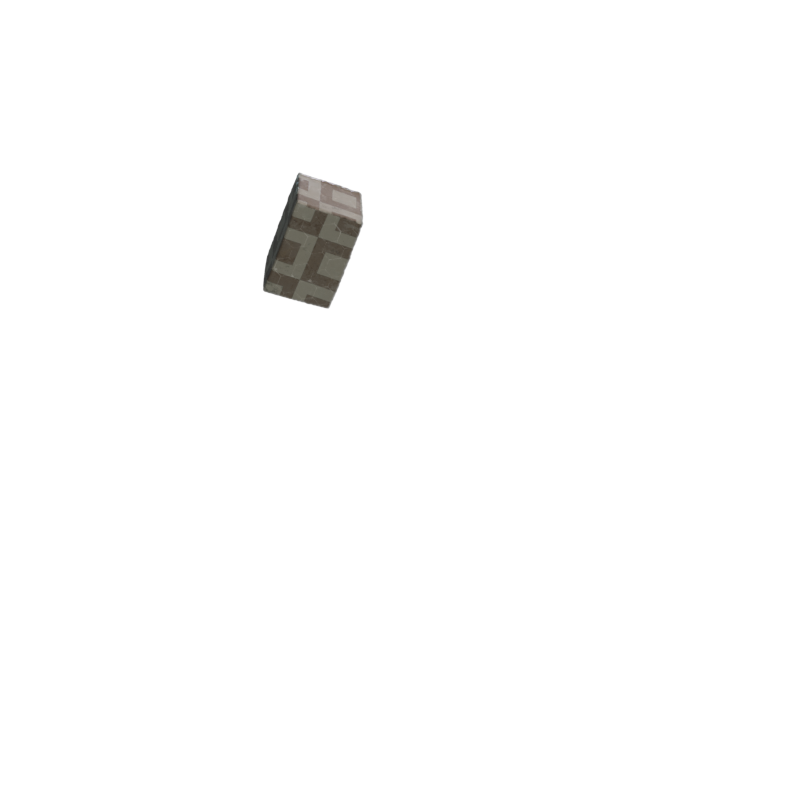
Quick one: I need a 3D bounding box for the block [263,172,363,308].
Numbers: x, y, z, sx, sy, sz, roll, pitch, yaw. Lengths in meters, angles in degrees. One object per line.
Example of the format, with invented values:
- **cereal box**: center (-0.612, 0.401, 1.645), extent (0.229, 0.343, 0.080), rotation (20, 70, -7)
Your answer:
- **block**: center (-0.064, -0.117, 0.818), extent (0.052, 0.075, 0.054), rotation (18, 28, -13)
